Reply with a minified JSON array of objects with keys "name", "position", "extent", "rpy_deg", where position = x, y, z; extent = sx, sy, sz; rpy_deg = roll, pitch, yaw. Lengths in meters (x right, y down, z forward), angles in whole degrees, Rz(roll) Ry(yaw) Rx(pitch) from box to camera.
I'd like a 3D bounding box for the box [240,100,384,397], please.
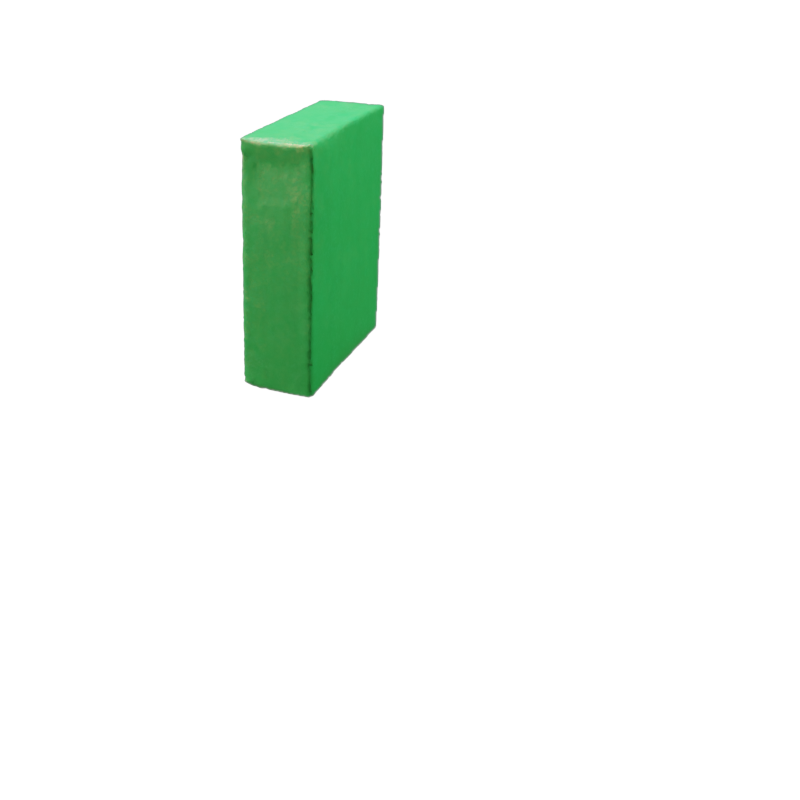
[{"name":"box","position":[-0.074,-0.135,0.944],"extent":[0.074,0.204,0.167],"rpy_deg":[8,23,17]}]
